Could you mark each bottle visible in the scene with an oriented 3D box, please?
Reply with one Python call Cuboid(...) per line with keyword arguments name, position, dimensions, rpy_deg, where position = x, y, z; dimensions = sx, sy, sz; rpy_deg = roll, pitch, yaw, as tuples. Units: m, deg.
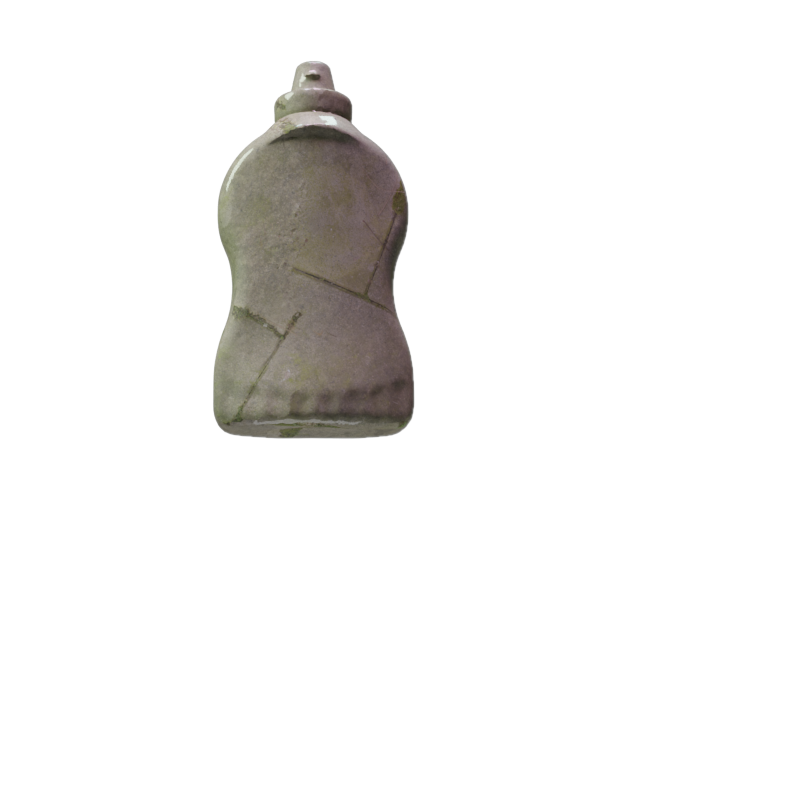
Cuboid(name="bottle", position=(-0.044, -0.080, 0.557), dimensions=(0.096, 0.199, 0.056), rpy_deg=(-1, -16, -1))
